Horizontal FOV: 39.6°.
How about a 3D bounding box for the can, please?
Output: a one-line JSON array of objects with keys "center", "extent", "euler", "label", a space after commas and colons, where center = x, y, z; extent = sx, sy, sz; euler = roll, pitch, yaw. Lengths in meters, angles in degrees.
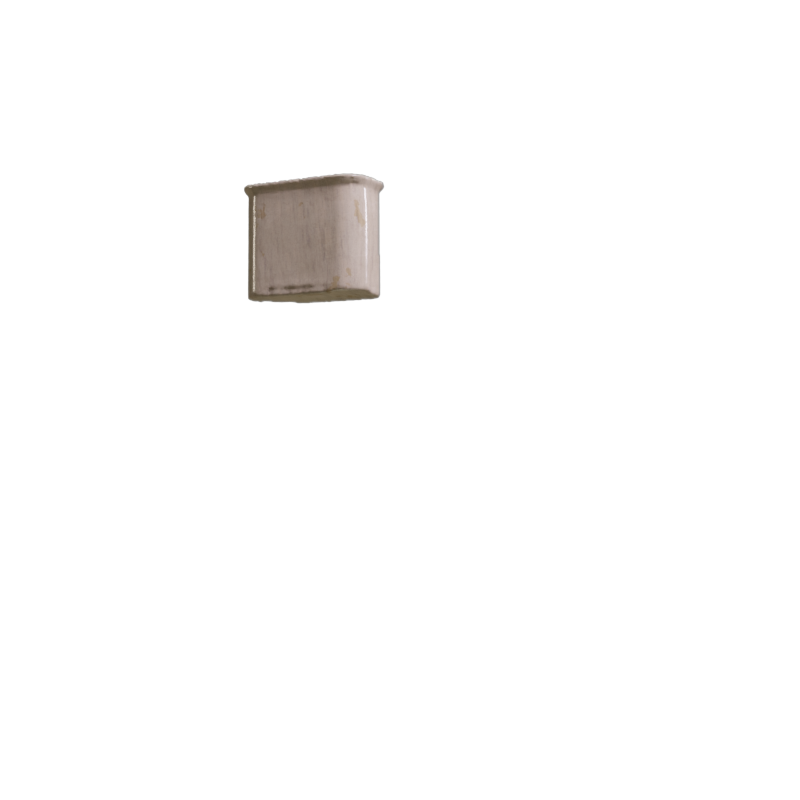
[{"center": [-0.063, -0.115, 0.808], "extent": [0.105, 0.086, 0.055], "euler": [-3, -7, 27], "label": "can"}]
